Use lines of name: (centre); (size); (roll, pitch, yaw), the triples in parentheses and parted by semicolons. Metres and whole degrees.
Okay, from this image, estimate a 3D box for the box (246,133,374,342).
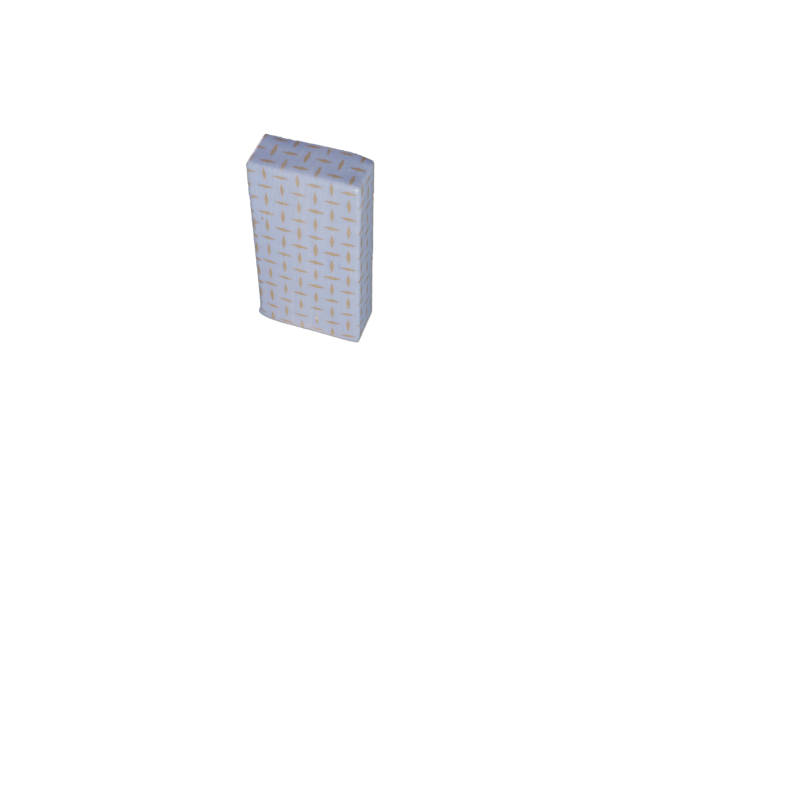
box: (-0.069, -0.127, 0.891); (0.096, 0.050, 0.164); (17, -41, 12)
